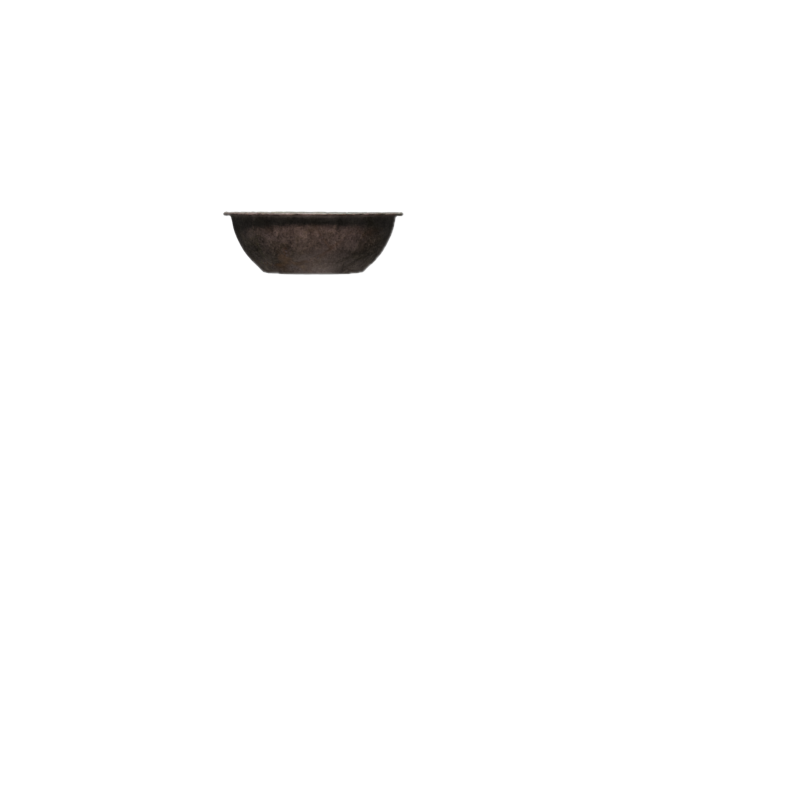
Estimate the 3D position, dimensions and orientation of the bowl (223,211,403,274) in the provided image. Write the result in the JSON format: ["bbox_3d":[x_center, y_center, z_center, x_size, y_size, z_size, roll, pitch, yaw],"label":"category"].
[{"bbox_3d":[-0.078,-0.142,0.994,0.162,0.054,0.164,0,8,-2],"label":"bowl"}]
